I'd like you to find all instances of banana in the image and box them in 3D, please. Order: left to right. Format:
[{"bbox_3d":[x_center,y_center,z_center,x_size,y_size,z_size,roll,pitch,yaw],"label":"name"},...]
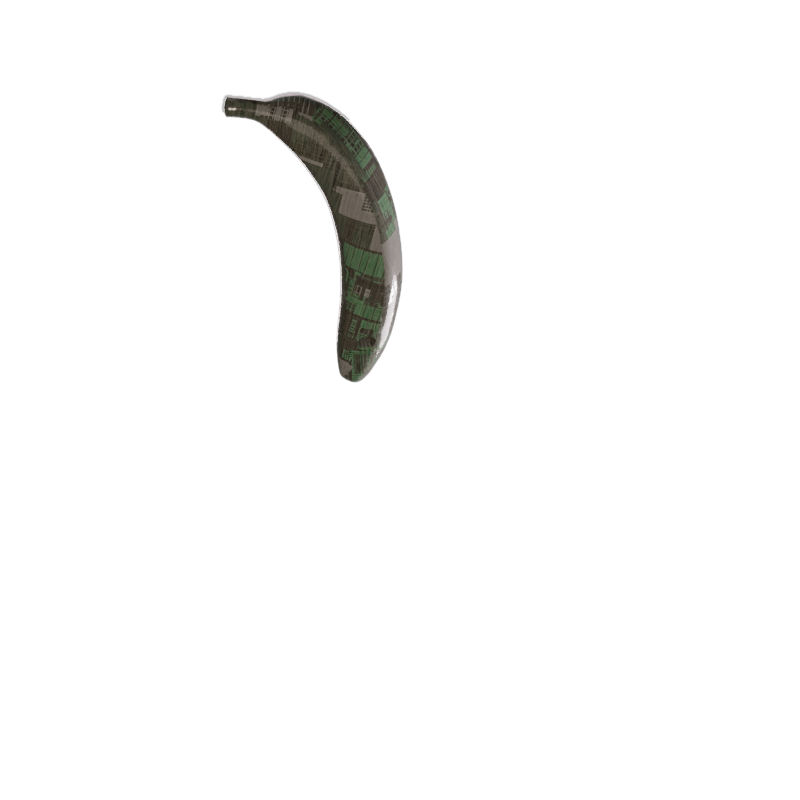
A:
[{"bbox_3d":[-0.035,-0.102,0.650,0.070,0.187,0.039,-19,24,8],"label":"banana"}]
